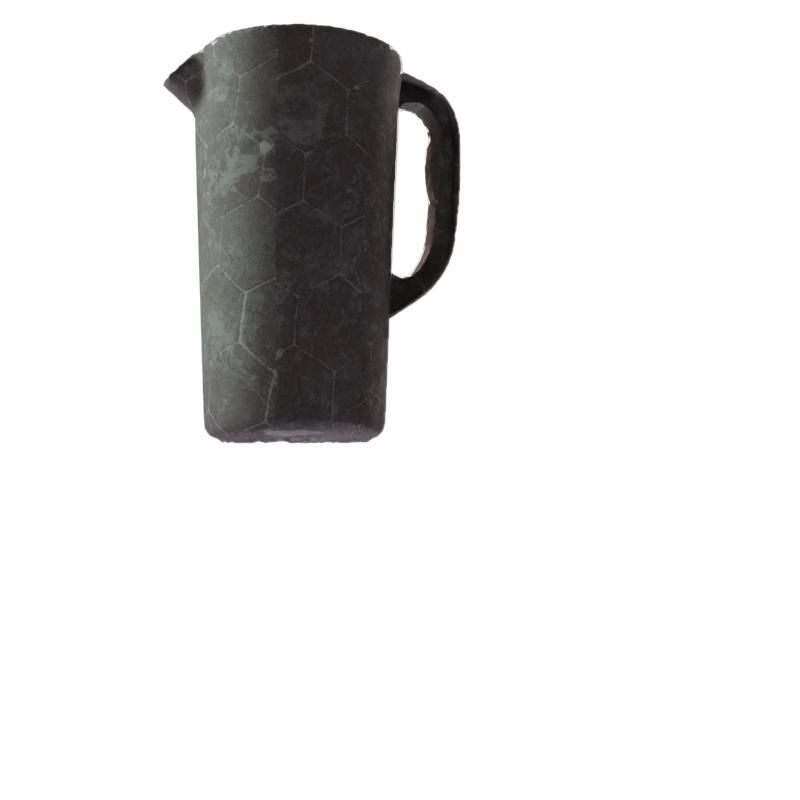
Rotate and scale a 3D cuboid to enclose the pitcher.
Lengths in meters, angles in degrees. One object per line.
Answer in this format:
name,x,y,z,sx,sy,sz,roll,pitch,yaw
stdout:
pitcher,-0.053,-0.097,0.681,0.153,0.249,0.138,-5,-10,27
